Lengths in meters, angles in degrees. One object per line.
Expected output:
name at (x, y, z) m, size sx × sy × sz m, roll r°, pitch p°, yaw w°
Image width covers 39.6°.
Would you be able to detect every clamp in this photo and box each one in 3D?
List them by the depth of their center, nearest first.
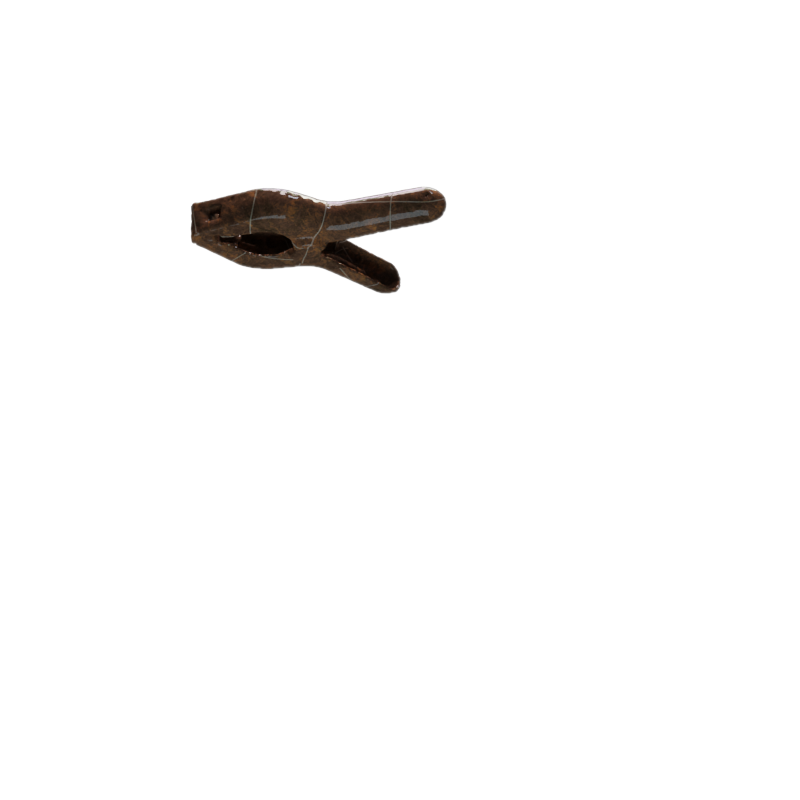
clamp at (-0.061, -0.111, 0.780) m, size 0.170 × 0.042 × 0.113 m, roll 3°, pitch -33°, yaw -5°
